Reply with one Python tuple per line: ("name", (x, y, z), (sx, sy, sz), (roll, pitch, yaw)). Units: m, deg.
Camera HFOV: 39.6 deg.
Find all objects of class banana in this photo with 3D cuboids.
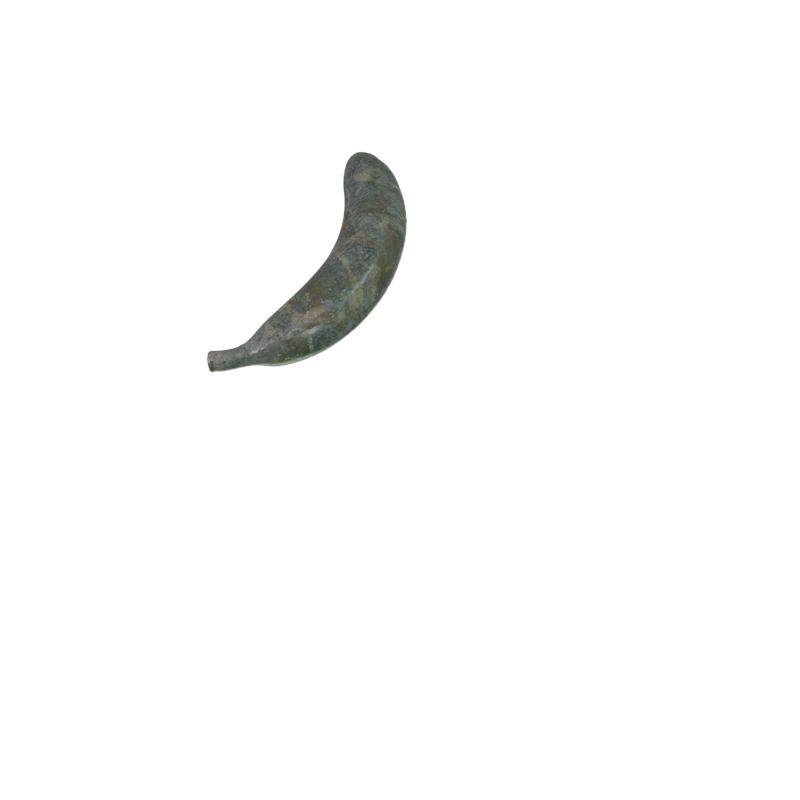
("banana", (-0.034, -0.082, 0.623), (0.072, 0.034, 0.205), (16, 46, 15))
